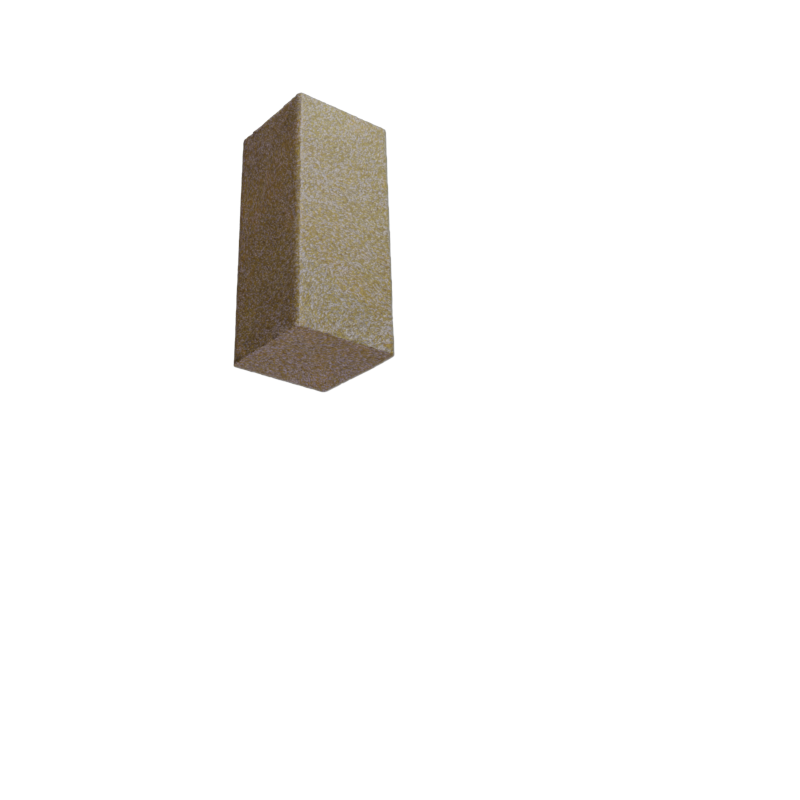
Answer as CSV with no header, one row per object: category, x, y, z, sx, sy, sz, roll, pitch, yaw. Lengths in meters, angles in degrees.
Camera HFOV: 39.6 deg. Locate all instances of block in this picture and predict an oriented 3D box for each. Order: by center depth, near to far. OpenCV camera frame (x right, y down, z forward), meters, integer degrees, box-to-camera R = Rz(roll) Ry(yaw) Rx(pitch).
block,-0.069,-0.125,0.875,0.086,0.219,0.090,19,-34,-34
